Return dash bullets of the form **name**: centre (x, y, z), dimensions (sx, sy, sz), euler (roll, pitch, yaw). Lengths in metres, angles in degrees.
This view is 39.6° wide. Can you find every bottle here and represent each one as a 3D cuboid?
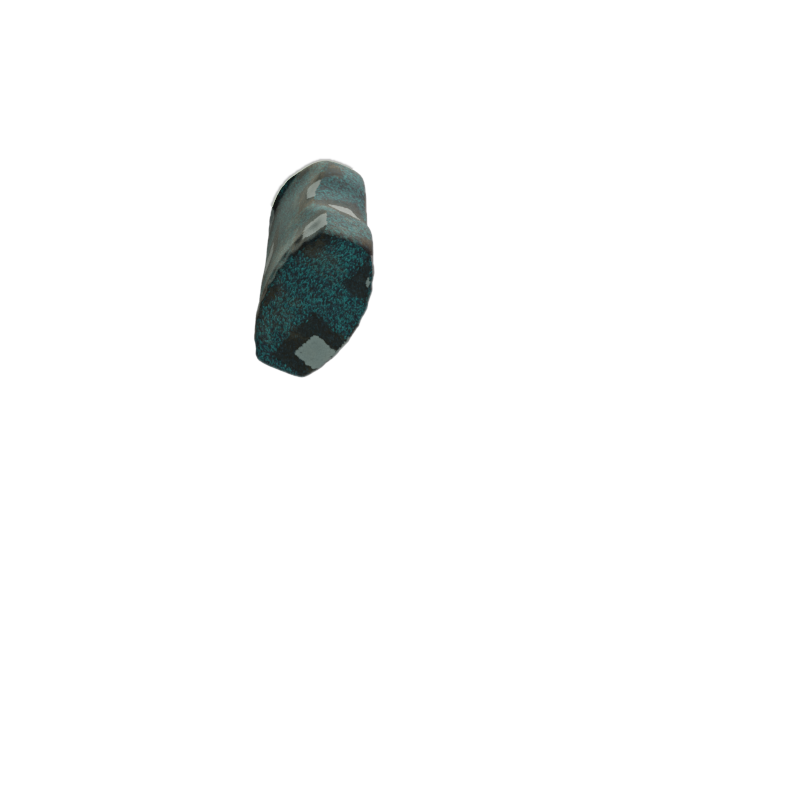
- **bottle**: centre (-0.055, -0.101, 0.712), dimensions (0.057, 0.093, 0.203), euler (21, 26, -15)
